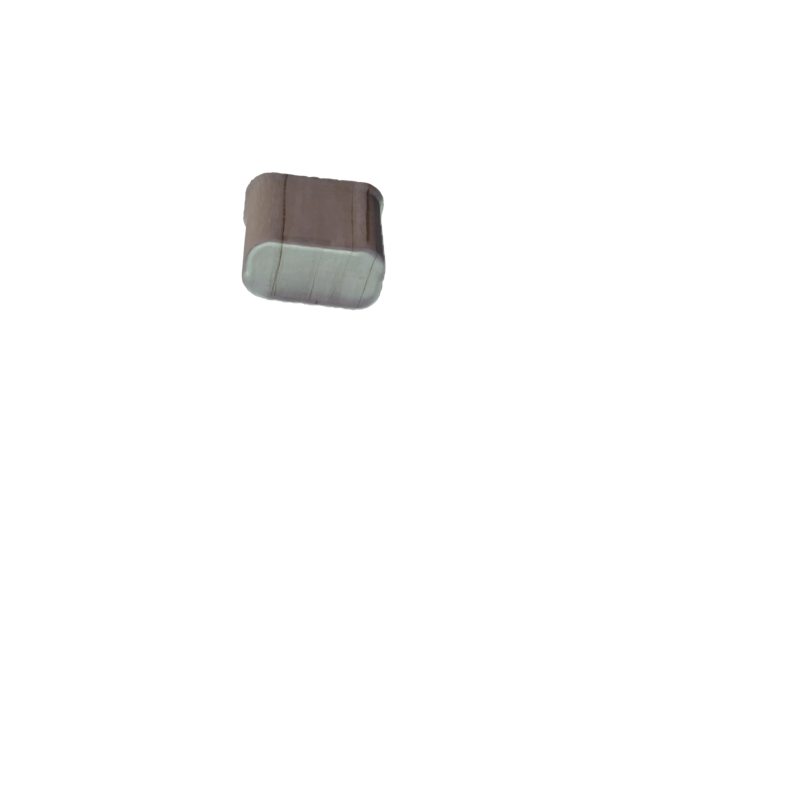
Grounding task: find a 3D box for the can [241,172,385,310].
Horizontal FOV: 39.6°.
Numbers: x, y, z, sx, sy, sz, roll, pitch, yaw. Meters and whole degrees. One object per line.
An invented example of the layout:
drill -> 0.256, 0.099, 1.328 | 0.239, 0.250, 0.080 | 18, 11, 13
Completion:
can -> -0.061, -0.112, 0.782 | 0.101, 0.054, 0.090 | 5, 39, -6
